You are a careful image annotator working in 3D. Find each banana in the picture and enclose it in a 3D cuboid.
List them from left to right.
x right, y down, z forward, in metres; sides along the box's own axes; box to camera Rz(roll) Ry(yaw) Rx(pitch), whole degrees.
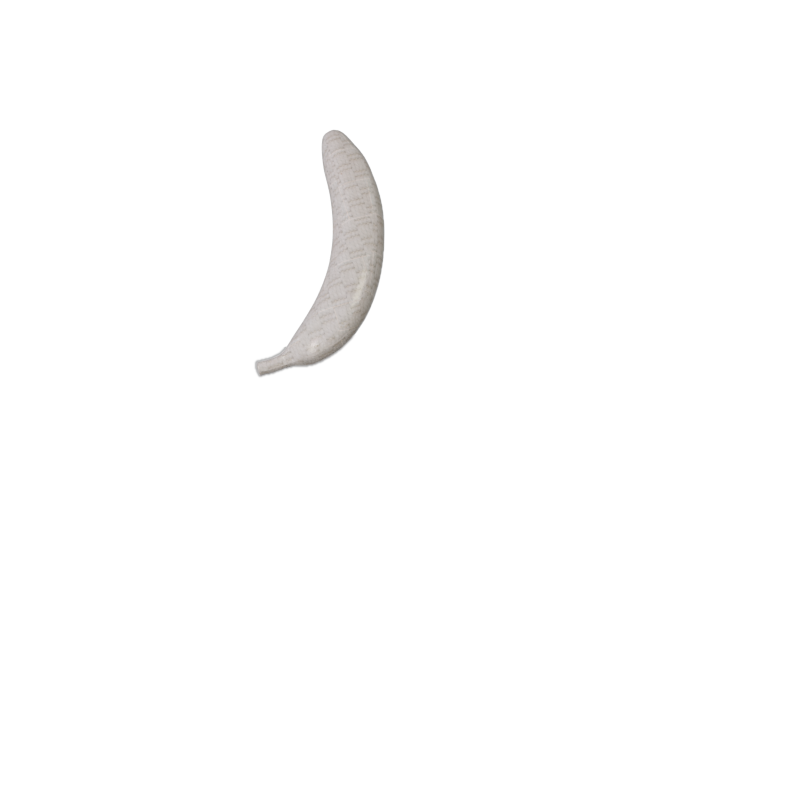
[{"bbox_3d":[-0.045,-0.106,0.795,0.070,0.206,0.035,13,-22,4],"label":"banana"}]
